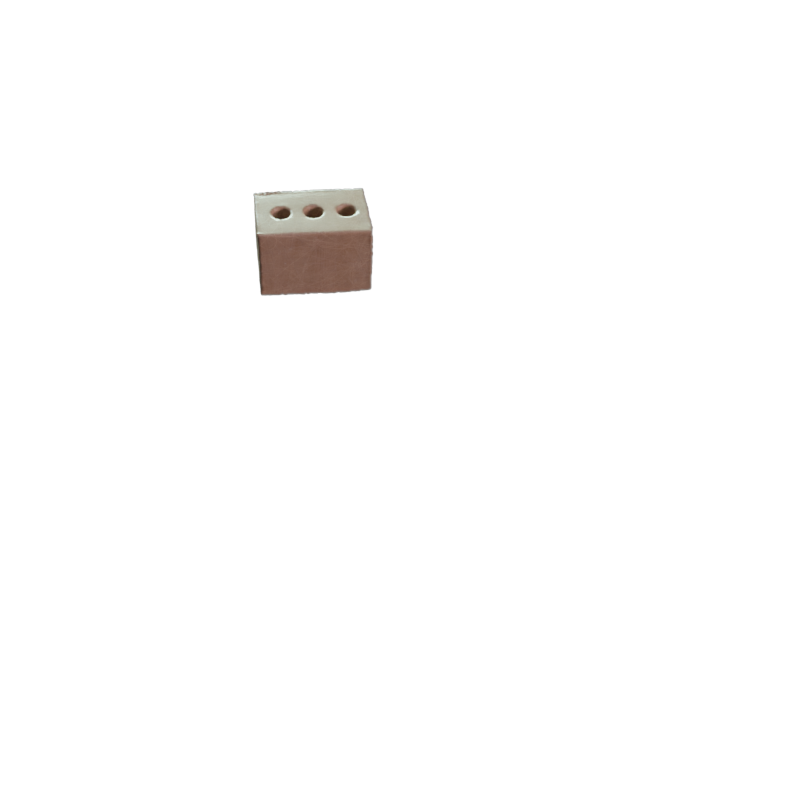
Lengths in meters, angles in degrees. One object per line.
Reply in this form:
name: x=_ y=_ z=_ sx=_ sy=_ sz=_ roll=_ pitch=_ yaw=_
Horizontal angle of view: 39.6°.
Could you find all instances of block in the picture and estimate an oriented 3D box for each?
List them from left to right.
block: x=-0.059 y=-0.107 z=0.751 sx=0.077 sy=0.048 sz=0.057 roll=-4 pitch=40 yaw=-6
